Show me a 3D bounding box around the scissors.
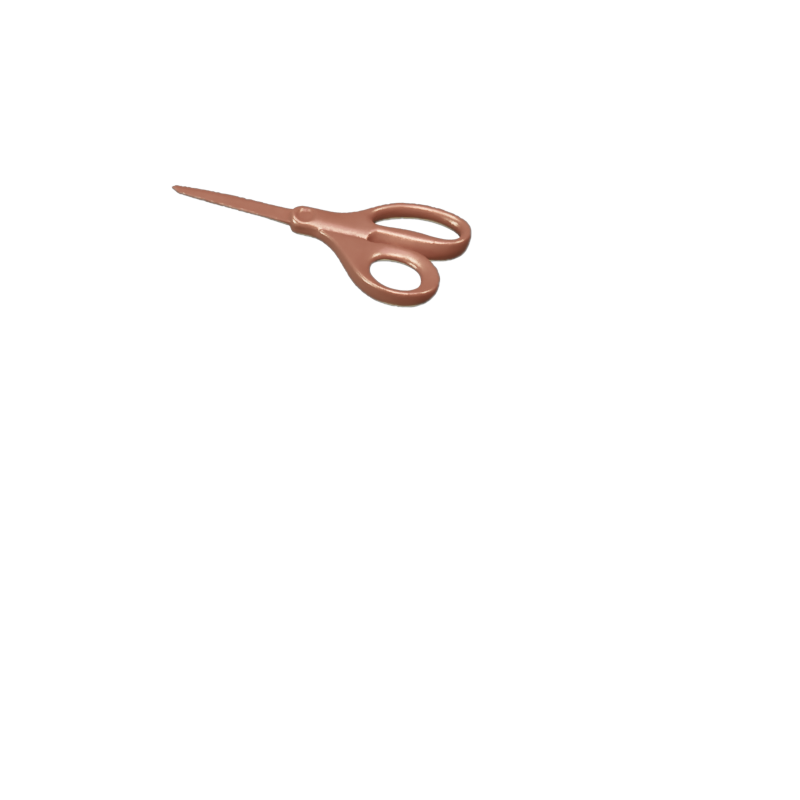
[{"bbox_3d":[-0.056,-0.102,0.713,0.203,0.103,0.015,4,-44,4],"label":"scissors"}]
